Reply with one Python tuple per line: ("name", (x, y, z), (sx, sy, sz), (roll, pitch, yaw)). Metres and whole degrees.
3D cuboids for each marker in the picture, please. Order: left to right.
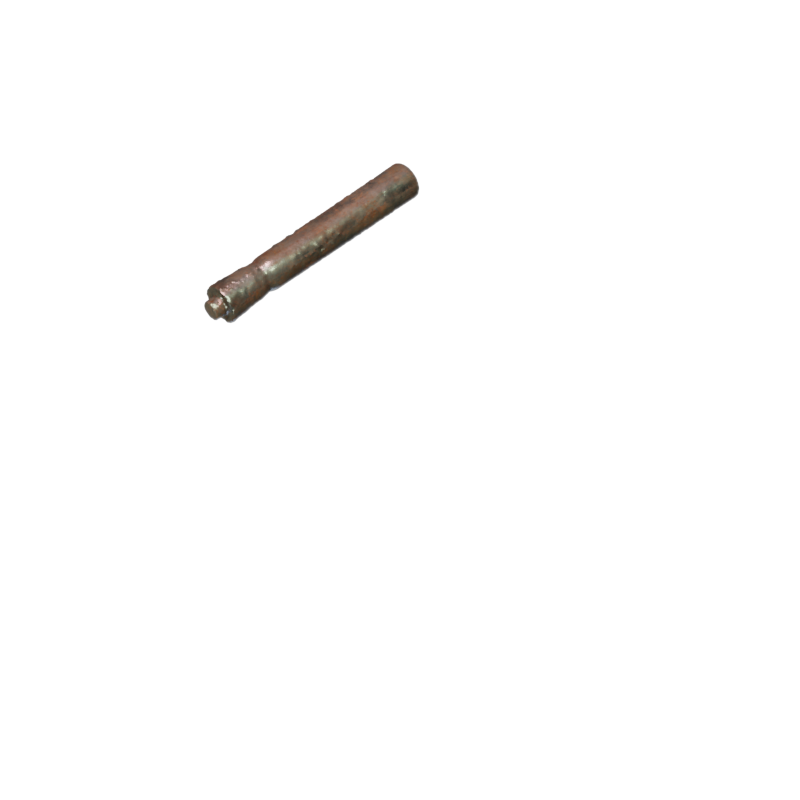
("marker", (-0.039, -0.072, 0.504), (0.122, 0.019, 0.021), (-38, 24, -27))
